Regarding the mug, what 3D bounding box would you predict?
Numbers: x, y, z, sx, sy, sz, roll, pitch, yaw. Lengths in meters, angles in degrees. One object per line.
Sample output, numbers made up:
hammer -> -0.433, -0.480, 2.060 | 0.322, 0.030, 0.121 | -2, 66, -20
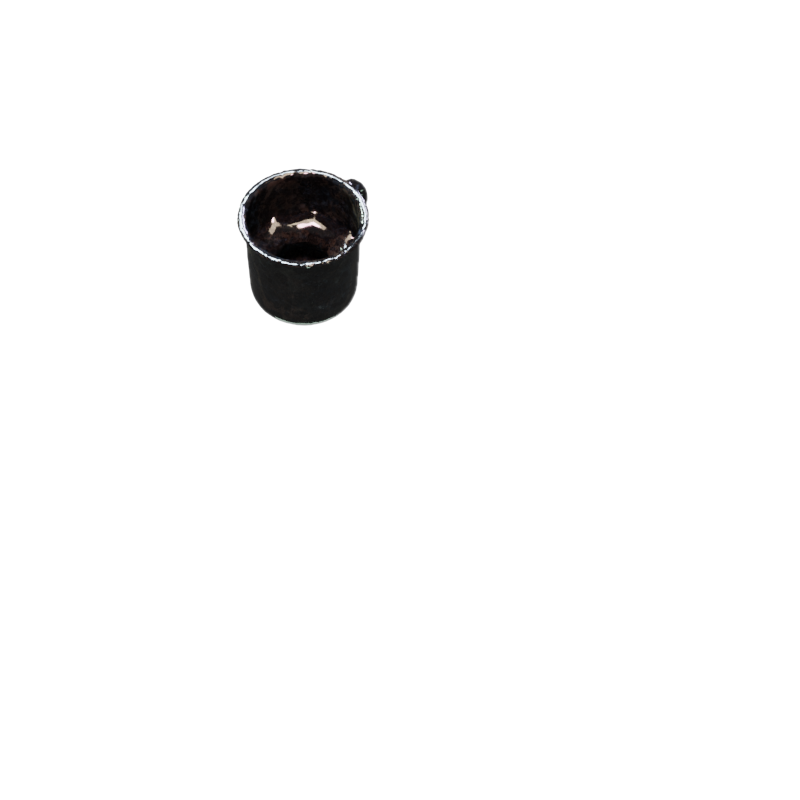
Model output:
mug -> -0.064, -0.117, 0.821 | 0.098, 0.120, 0.076 | 30, -32, 19
